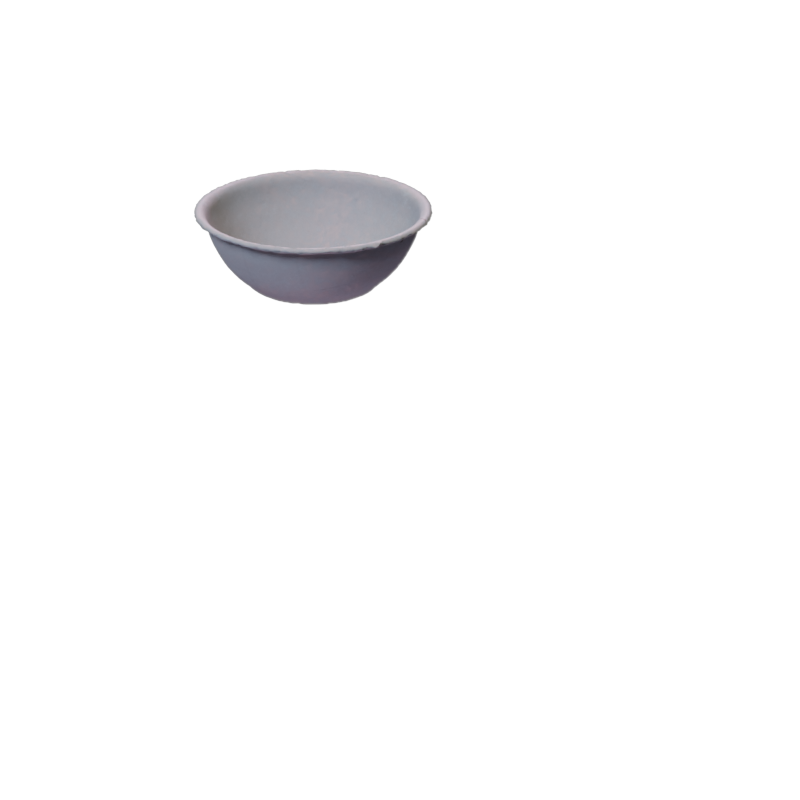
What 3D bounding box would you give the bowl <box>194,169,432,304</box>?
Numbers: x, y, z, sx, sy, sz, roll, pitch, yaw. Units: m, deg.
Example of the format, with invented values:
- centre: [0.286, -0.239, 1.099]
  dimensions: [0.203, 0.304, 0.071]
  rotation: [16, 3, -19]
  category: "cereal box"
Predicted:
- centre: [-0.060, -0.109, 0.762]
  dimensions: [0.162, 0.052, 0.171]
  rotation: [-1, 28, -2]
  category: "bowl"
